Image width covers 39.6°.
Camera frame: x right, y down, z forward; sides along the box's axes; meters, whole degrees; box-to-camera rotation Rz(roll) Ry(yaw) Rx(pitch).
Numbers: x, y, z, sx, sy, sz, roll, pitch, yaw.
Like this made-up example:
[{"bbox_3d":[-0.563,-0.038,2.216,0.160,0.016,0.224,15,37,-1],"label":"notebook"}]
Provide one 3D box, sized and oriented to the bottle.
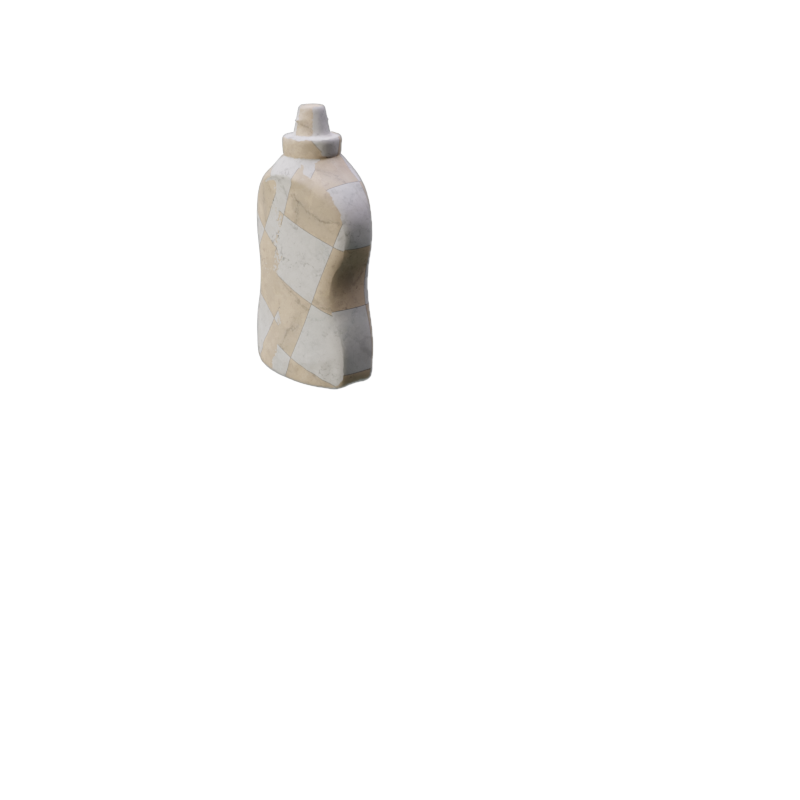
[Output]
[{"bbox_3d":[-0.061,-0.111,0.775,0.057,0.185,0.102,-12,21,-39],"label":"bottle"}]
